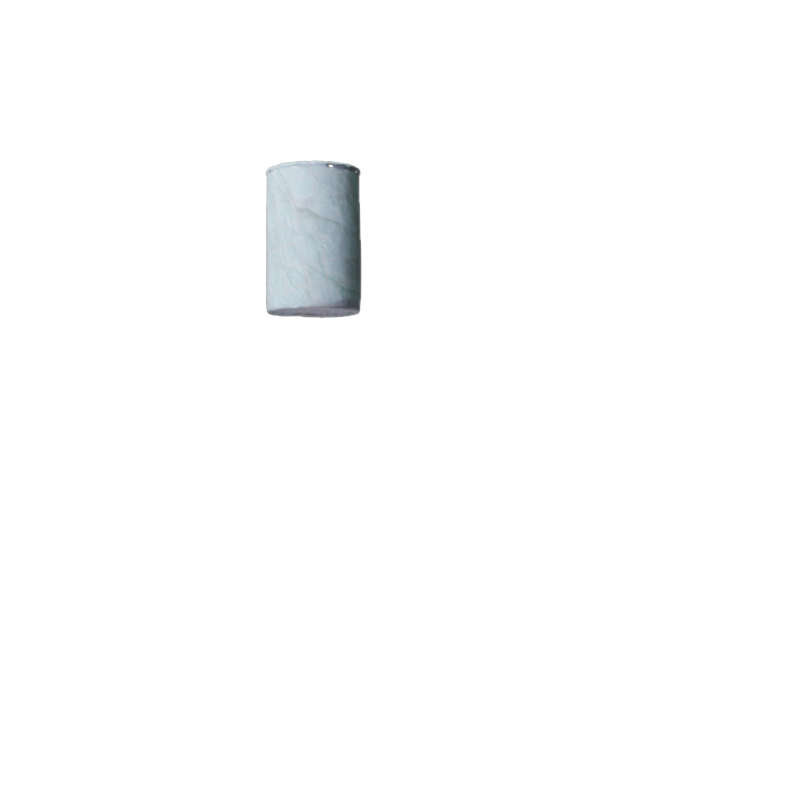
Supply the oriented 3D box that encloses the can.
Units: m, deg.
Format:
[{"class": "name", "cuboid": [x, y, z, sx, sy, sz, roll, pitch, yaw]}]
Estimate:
[{"class": "can", "cuboid": [-0.061, -0.112, 0.783, 0.068, 0.104, 0.067, 0, -7, -2]}]
